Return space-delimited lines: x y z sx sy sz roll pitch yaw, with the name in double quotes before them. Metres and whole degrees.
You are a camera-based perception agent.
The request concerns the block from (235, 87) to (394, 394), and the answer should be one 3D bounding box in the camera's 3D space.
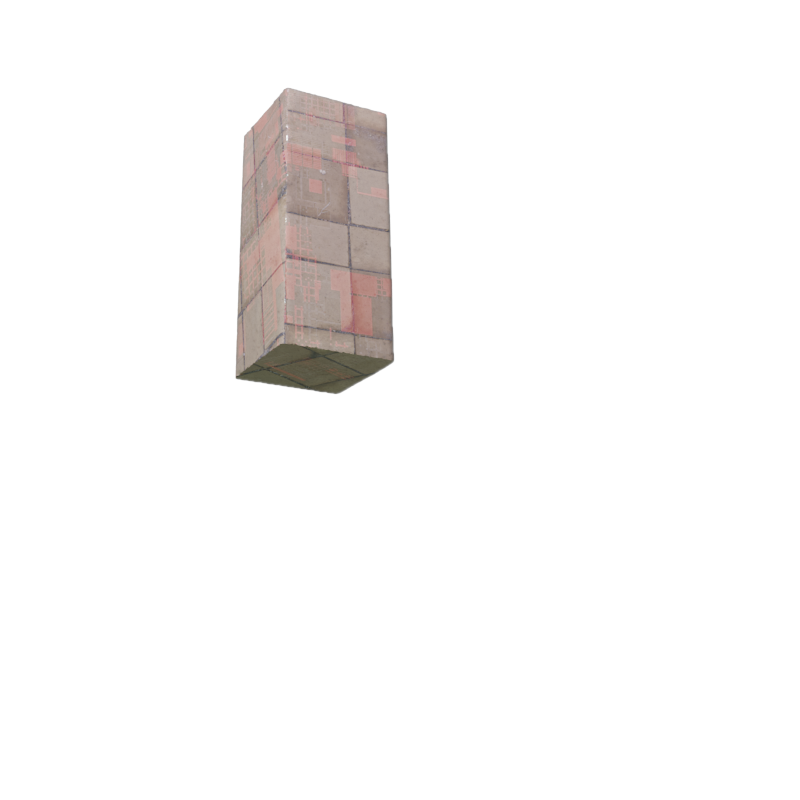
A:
"block" -0.066 -0.121 0.847 0.087 0.217 0.089 11 -26 -26
